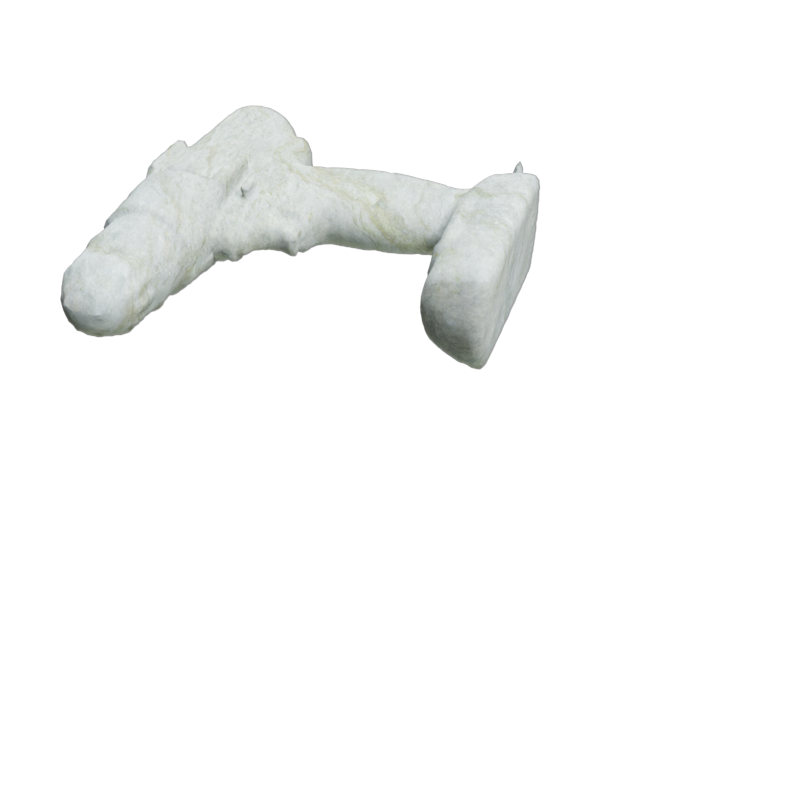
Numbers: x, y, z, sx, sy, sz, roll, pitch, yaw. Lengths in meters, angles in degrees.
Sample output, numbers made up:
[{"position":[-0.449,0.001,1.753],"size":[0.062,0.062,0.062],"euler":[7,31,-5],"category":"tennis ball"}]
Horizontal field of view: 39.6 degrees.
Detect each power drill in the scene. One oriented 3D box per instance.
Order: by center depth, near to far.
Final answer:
[{"position":[-0.040,-0.074,0.517],"size":[0.194,0.054,0.191],"euler":[15,42,17],"category":"power drill"}]
